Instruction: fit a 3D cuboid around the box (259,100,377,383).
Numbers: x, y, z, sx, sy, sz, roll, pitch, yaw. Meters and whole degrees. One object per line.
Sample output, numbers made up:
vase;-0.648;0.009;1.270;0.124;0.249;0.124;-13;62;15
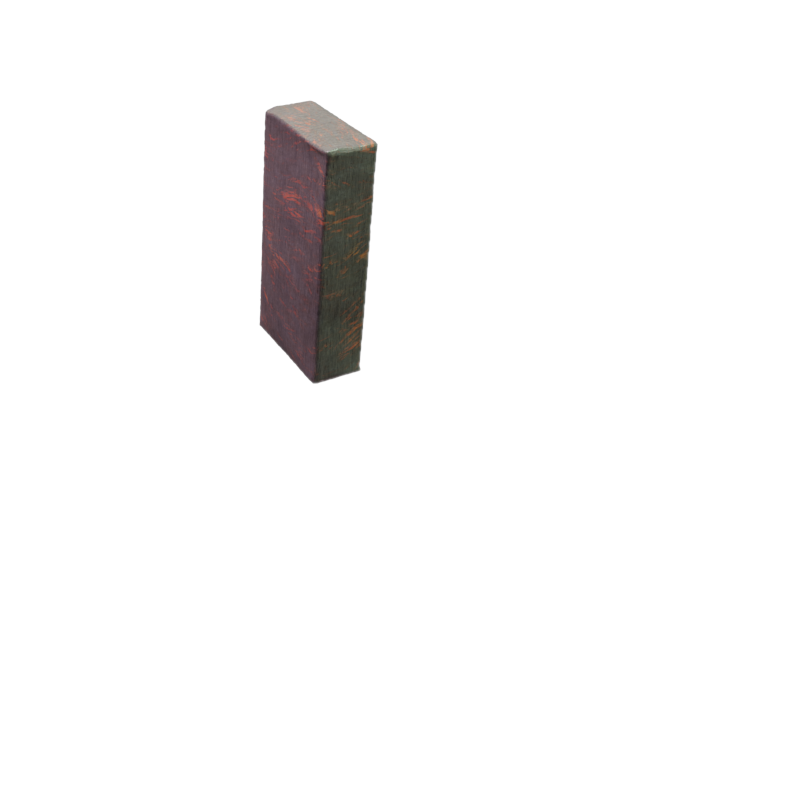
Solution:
box;-0.061;-0.111;0.776;0.047;0.166;0.101;-14;33;-27
